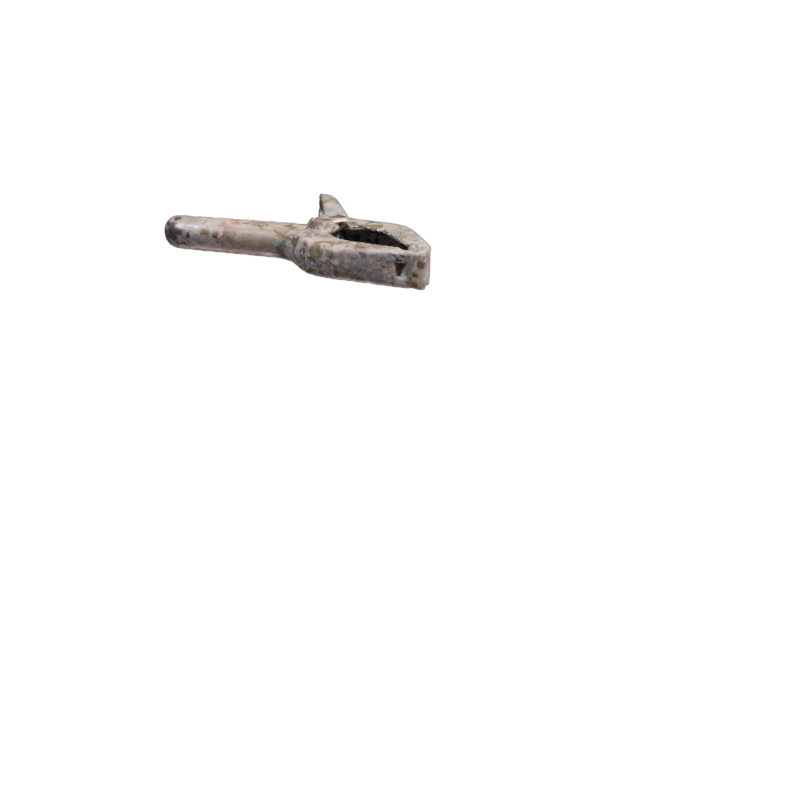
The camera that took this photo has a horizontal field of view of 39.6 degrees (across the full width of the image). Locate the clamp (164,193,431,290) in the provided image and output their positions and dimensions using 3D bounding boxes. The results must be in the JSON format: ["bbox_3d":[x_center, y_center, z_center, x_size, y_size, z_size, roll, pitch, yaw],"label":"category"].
[{"bbox_3d":[-0.064,-0.116,0.813,0.161,0.035,0.223,-14,26,-32],"label":"clamp"}]
